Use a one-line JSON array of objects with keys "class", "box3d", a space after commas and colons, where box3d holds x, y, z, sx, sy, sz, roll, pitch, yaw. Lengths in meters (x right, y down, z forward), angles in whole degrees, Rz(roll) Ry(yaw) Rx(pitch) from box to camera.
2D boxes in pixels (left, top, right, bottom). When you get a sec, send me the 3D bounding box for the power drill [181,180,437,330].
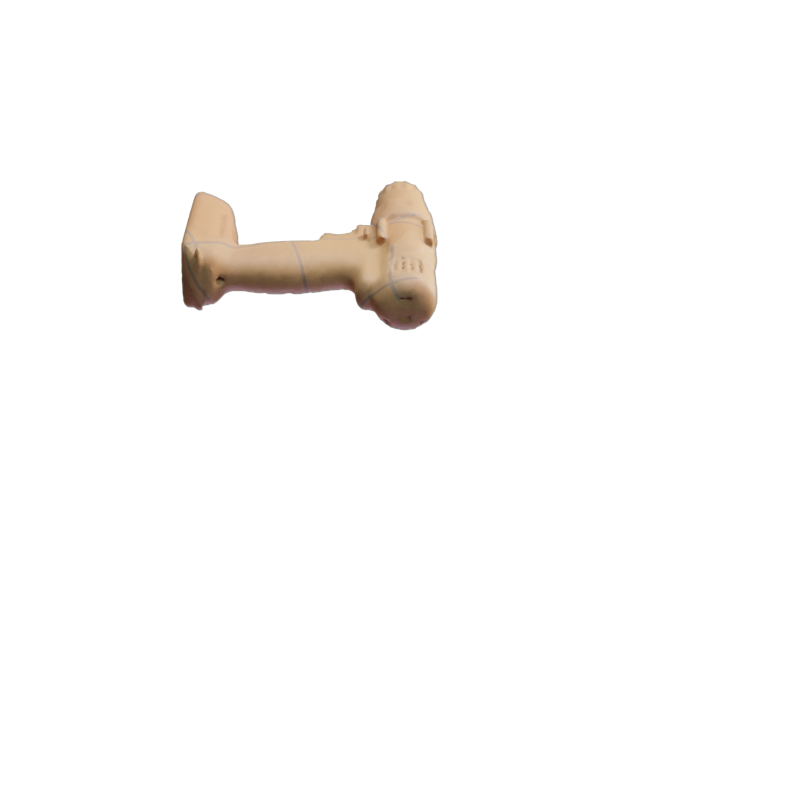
[{"class": "power drill", "box3d": [-0.065, -0.119, 0.836, 0.188, 0.054, 0.196, 0, 32, 0]}]
